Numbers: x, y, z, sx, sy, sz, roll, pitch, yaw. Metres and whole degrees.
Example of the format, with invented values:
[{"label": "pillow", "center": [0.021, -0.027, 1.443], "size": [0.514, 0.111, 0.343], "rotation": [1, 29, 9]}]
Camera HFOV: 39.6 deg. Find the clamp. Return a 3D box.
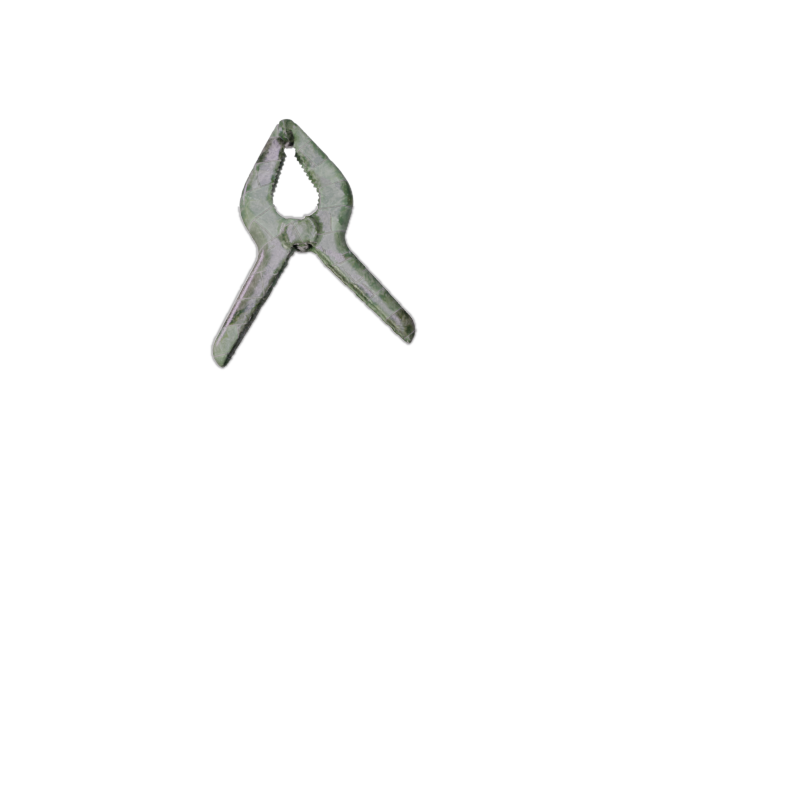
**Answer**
[{"label": "clamp", "center": [-0.072, -0.131, 0.919], "size": [0.164, 0.218, 0.035], "rotation": [-1, -16, -1]}]
